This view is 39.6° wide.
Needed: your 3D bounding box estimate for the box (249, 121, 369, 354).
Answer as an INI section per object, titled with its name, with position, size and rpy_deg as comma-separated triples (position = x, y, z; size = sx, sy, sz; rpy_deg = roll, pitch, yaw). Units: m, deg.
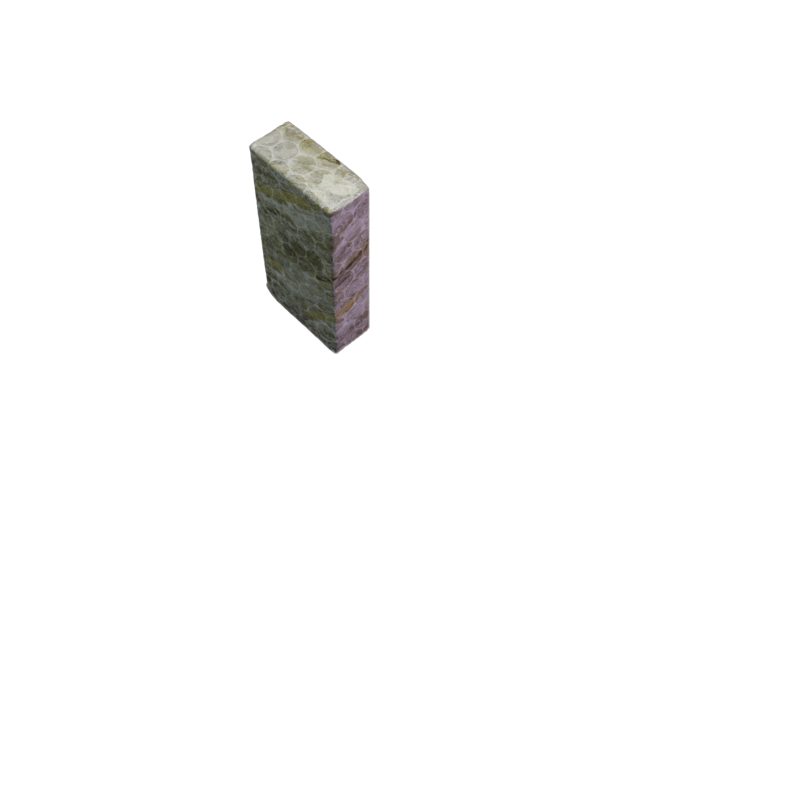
[box]
position = -0.067, -0.122, 0.856
size = 0.048, 0.099, 0.165
rpy_deg = -35, -27, -25
